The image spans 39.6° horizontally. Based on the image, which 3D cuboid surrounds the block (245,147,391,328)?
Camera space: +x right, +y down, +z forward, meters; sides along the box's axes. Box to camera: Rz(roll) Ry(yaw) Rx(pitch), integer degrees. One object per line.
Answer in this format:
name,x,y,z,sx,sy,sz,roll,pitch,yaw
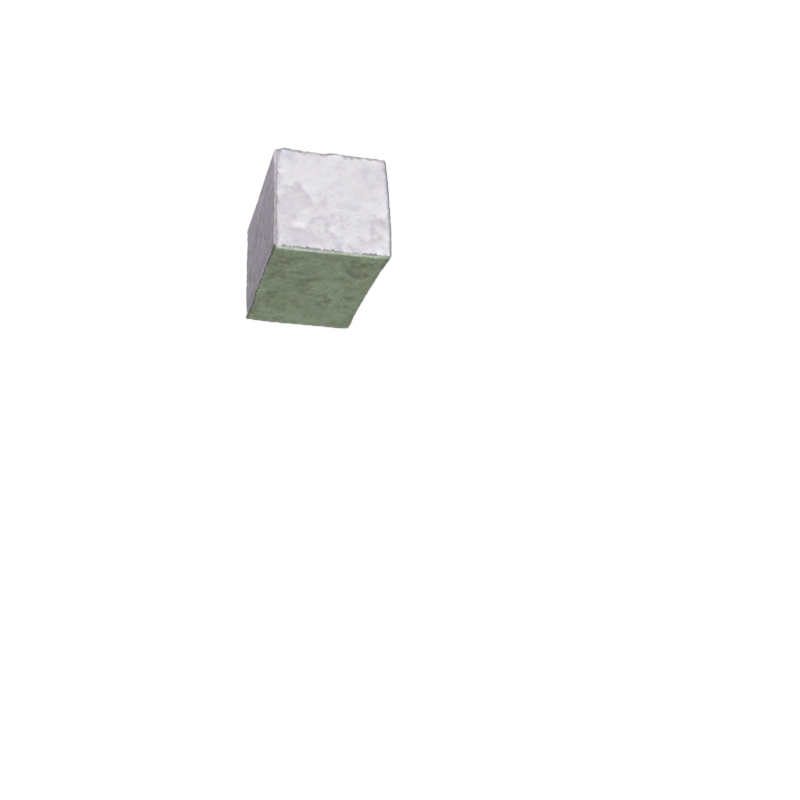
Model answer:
block,-0.040,-0.073,0.511,0.052,0.054,0.075,6,-25,-15
